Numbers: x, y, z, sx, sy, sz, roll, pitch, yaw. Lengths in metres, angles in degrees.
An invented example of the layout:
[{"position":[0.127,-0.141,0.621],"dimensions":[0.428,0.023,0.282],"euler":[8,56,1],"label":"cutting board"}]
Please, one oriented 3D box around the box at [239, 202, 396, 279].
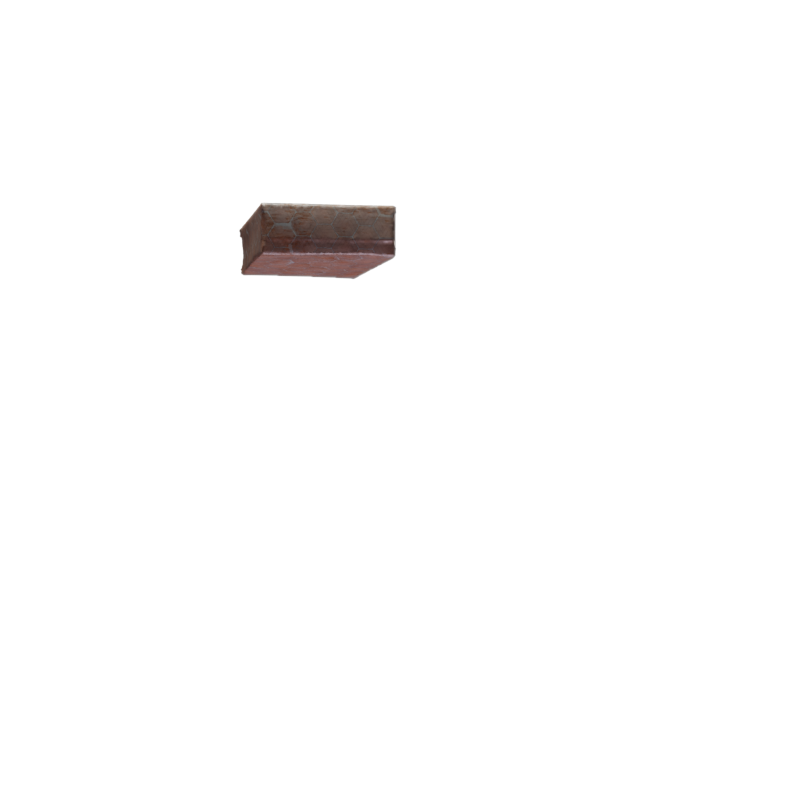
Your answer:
[{"position":[-0.059,-0.109,0.761],"dimensions":[0.088,0.040,0.114],"euler":[1,-3,-14],"label":"box"}]
